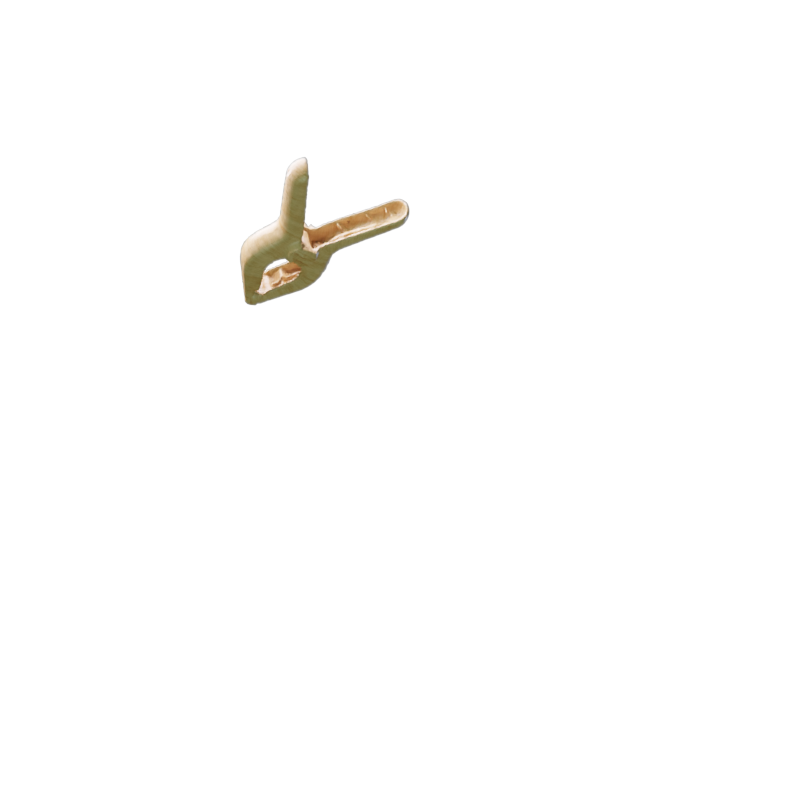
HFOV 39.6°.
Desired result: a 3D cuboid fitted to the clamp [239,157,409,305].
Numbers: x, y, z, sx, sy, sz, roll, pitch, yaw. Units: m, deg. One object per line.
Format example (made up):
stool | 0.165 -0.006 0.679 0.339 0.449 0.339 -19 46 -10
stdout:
clamp | -0.075 -0.137 0.962 0.115 0.042 0.167 19 -40 -24
